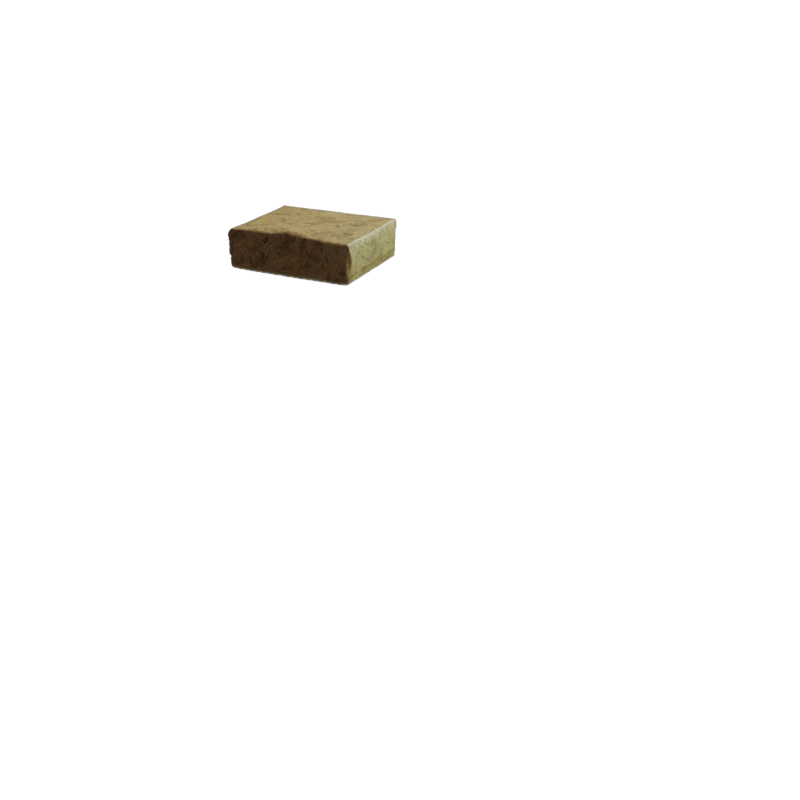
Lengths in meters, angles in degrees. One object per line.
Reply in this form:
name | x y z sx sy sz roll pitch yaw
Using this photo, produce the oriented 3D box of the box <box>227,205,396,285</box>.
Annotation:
box | -0.058 -0.105 0.733 0.093 0.029 0.073 11 25 24
